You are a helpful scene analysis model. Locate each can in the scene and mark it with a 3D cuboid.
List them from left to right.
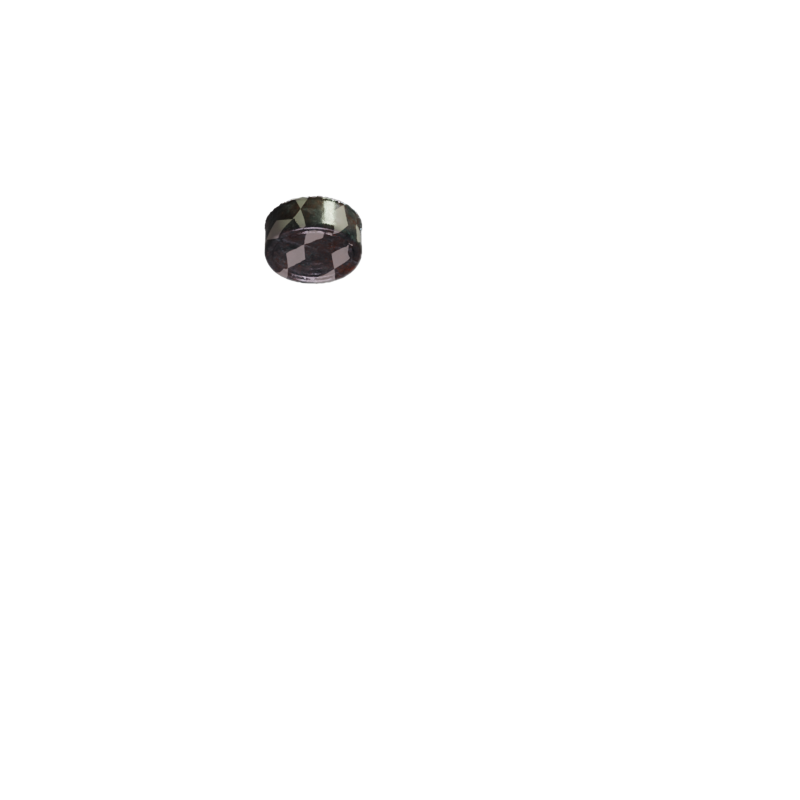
[{"bbox_3d":[-0.076,-0.138,0.965,0.086,0.036,0.080,1,-32,-2],"label":"can"}]
